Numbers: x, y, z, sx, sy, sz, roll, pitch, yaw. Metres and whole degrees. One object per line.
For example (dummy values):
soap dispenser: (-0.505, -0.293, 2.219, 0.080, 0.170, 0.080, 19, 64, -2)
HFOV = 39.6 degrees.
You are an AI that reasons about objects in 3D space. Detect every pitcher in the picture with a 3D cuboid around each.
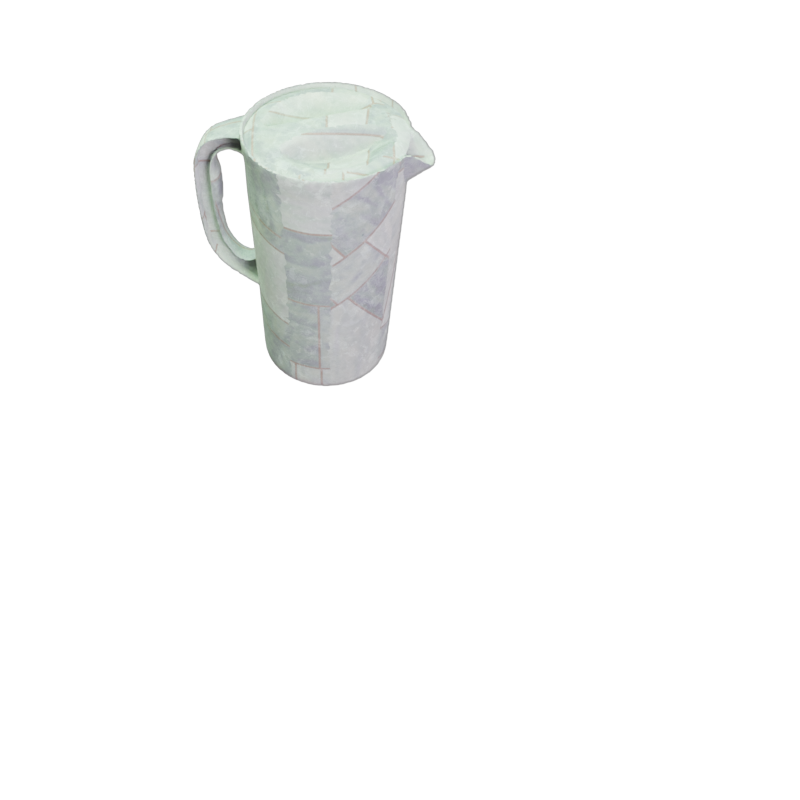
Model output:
pitcher: (-0.072, -0.131, 0.914, 0.144, 0.226, 0.160, -27, 52, -28)
